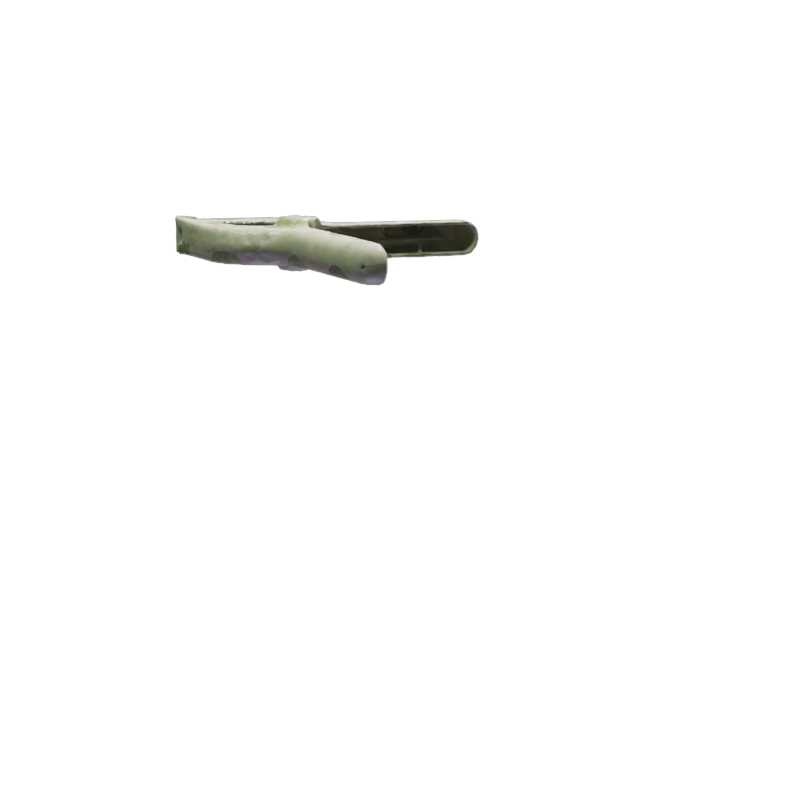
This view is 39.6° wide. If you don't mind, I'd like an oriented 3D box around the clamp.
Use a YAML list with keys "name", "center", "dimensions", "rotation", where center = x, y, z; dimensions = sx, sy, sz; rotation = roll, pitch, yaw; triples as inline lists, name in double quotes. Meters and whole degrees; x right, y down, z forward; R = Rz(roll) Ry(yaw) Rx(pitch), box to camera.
- name: "clamp"
  center: [-0.060, -0.109, 0.764]
  dimensions: [0.219, 0.035, 0.161]
  rotation: [9, 16, 32]
